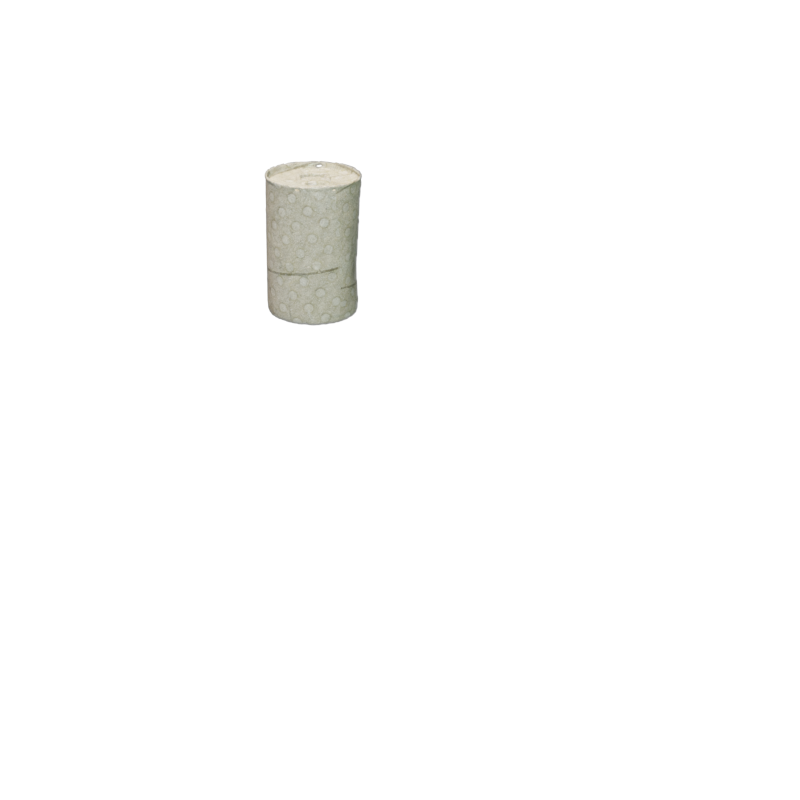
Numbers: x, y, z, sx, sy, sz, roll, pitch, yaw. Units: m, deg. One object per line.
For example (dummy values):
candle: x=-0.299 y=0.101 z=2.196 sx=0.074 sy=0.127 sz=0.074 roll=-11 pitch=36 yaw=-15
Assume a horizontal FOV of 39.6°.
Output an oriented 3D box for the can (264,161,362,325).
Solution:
can: x=-0.062 y=-0.113 z=0.790 sx=0.068 sy=0.097 sz=0.072 roll=0 pitch=22 yaw=-2
